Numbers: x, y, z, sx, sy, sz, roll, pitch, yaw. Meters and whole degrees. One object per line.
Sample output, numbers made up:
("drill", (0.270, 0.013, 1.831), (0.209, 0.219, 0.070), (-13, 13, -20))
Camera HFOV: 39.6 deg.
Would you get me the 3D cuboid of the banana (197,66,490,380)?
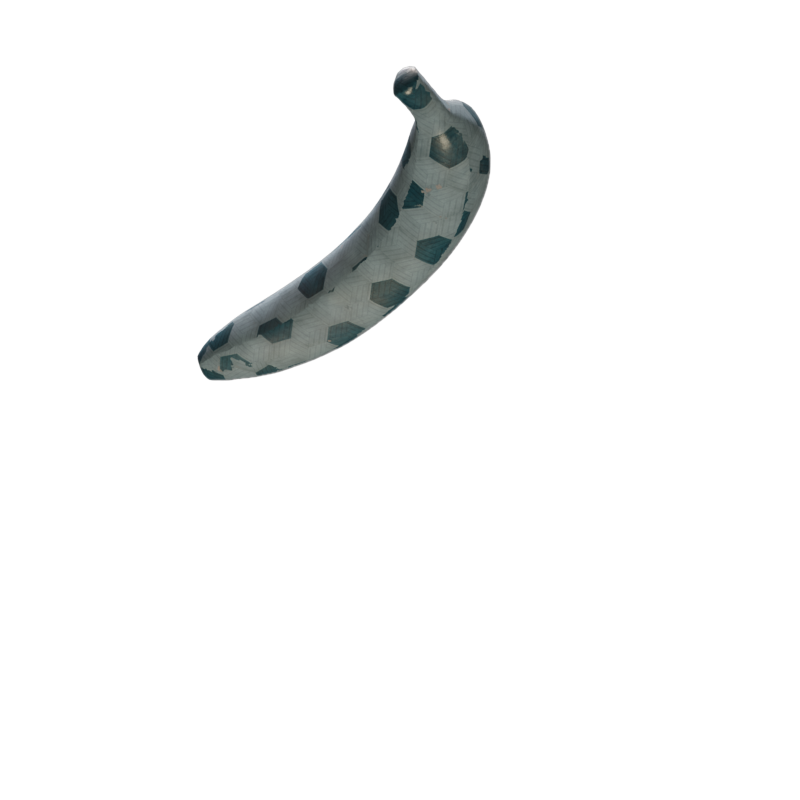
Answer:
("banana", (-0.018, -0.063, 0.460), (0.067, 0.039, 0.192), (19, -43, -23))
